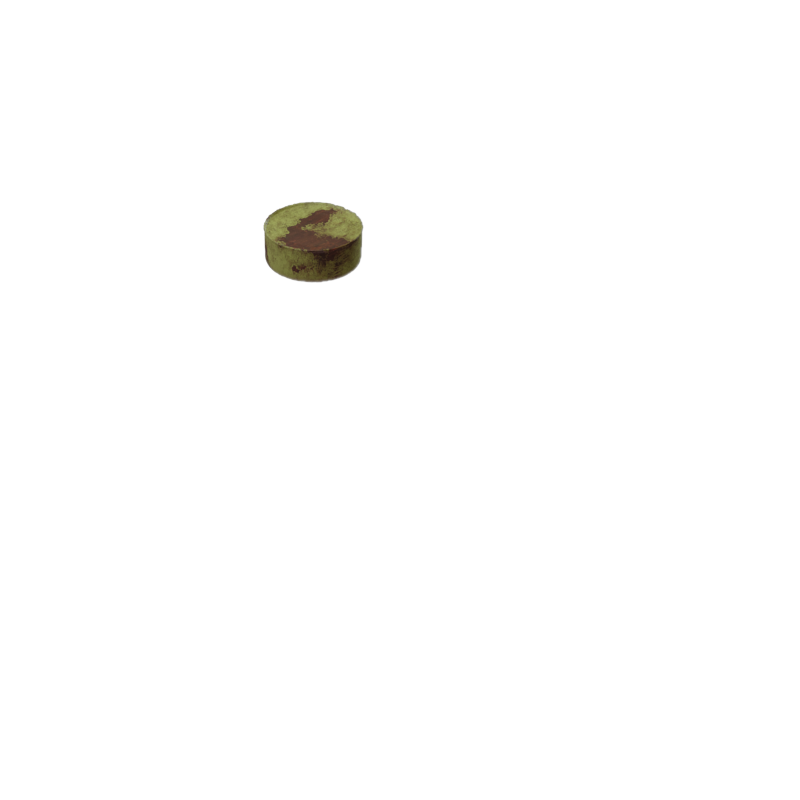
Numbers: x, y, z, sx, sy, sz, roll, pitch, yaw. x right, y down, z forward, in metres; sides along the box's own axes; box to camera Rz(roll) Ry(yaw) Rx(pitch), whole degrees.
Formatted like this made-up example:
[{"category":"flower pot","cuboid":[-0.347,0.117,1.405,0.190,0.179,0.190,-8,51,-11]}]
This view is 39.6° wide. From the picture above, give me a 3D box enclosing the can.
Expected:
[{"category":"can","cuboid":[-0.075,-0.137,0.961,0.086,0.031,0.092,-1,35,-2]}]
